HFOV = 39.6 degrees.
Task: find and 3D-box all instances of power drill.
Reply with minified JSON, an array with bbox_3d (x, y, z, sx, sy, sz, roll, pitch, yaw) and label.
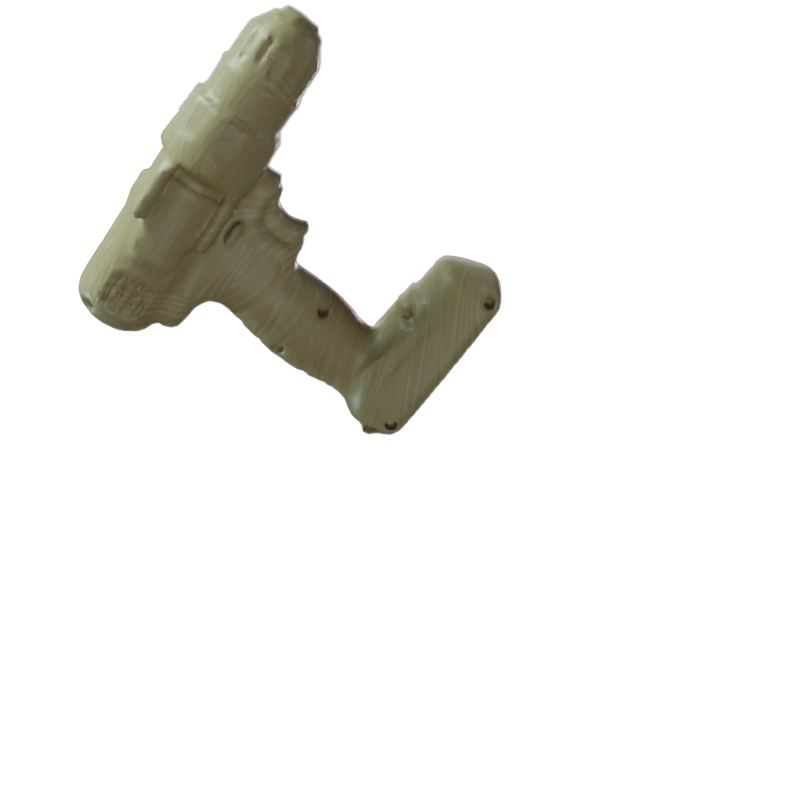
[{"bbox_3d":[-0.044,-0.080,0.564,0.182,0.181,0.060,33,20,-14],"label":"power drill"}]
